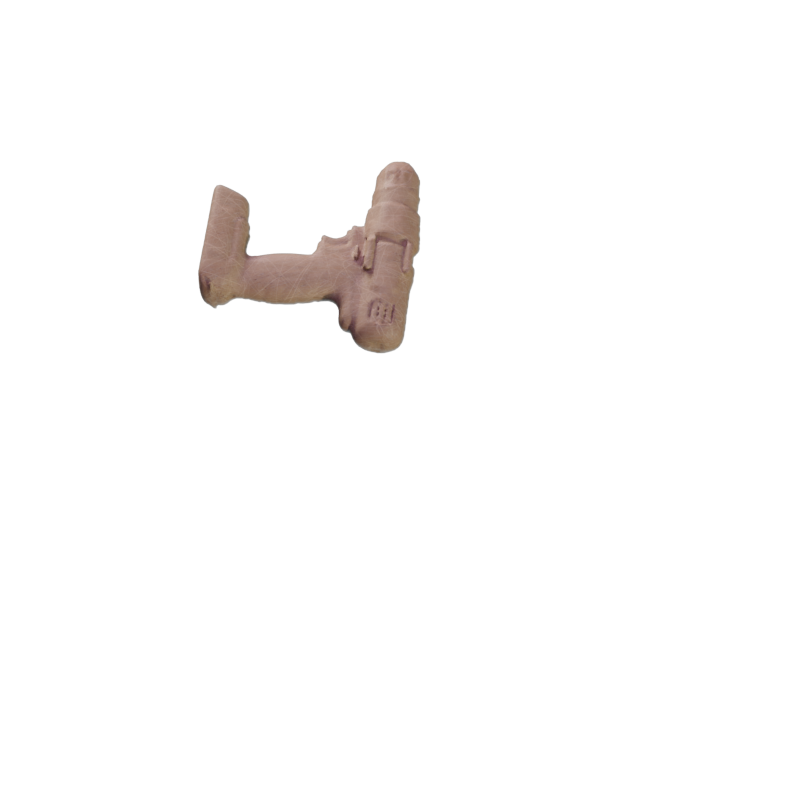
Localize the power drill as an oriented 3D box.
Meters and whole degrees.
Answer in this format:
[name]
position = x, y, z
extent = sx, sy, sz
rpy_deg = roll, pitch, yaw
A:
[power drill]
position = -0.077, -0.140, 0.981
extent = 0.189, 0.195, 0.054
rpy_deg = 6, -27, 3
